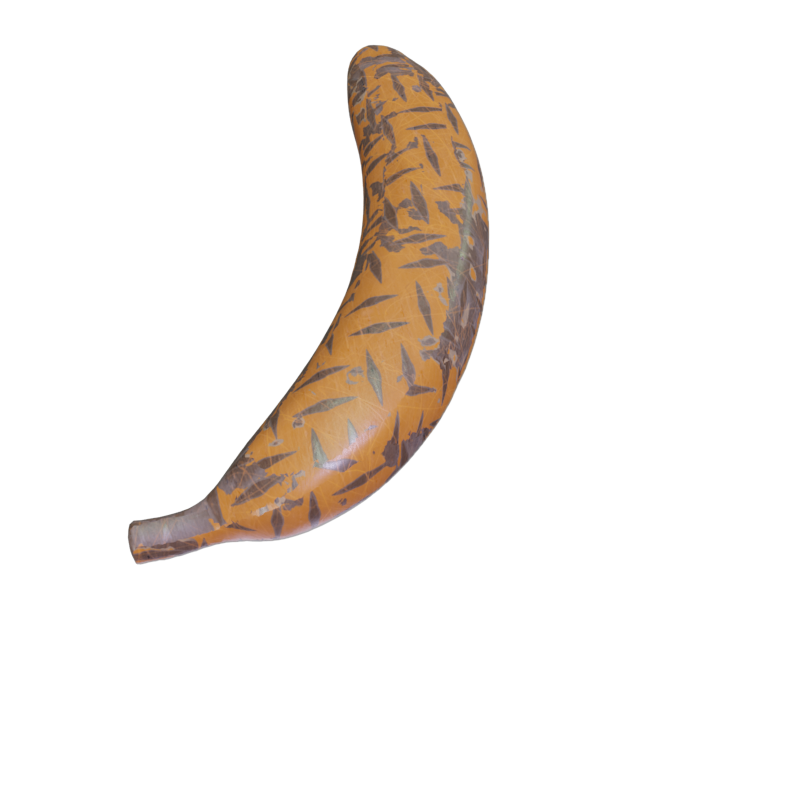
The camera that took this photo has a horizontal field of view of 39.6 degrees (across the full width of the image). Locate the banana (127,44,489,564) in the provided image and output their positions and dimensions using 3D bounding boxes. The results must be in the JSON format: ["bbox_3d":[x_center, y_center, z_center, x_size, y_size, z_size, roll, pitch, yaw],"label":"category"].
[{"bbox_3d":[-0.009,-0.038,0.318,0.071,0.208,0.034,13,-37,9],"label":"banana"}]
